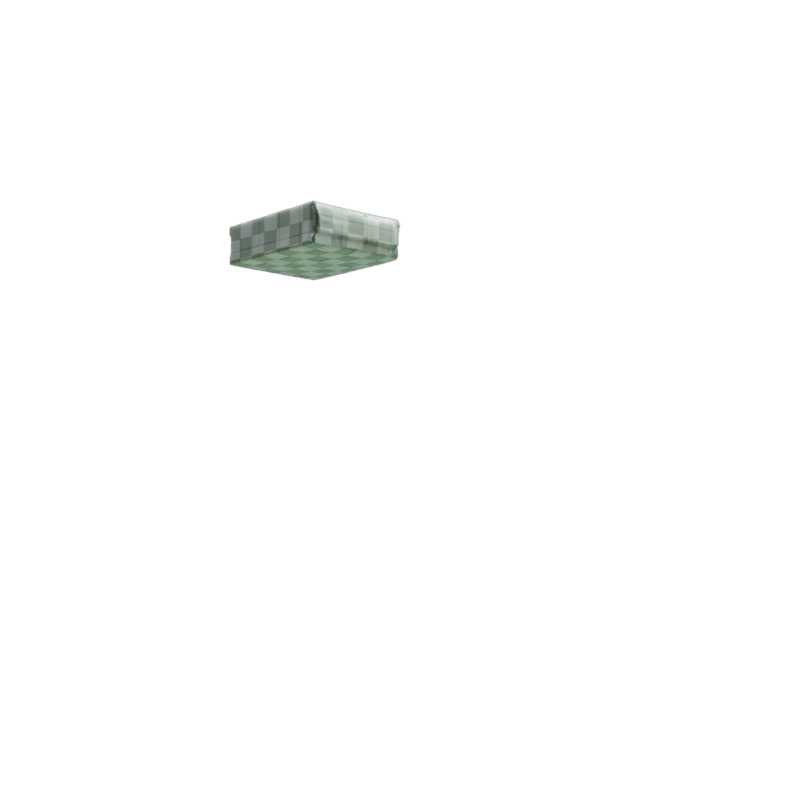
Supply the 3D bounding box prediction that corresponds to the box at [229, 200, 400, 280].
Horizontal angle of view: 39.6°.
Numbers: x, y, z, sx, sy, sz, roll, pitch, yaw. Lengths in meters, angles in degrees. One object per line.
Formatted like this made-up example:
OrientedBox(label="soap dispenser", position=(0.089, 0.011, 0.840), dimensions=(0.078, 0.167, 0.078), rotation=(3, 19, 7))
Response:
OrientedBox(label="box", position=(-0.056, -0.102, 0.717), dimensions=(0.070, 0.031, 0.091), rotation=(6, -9, -41))
